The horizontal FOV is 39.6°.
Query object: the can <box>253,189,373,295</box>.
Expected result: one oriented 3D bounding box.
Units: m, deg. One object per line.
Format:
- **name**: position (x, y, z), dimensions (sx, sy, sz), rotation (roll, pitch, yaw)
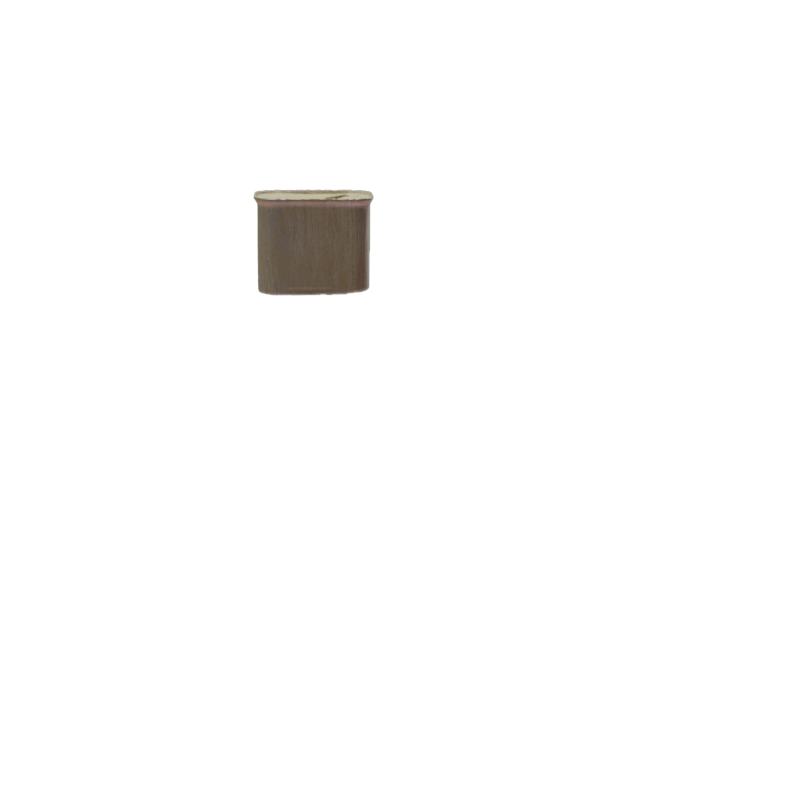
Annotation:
- **can**: position (-0.075, -0.136, 0.954), dimensions (0.101, 0.082, 0.059), rotation (0, 13, -3)
